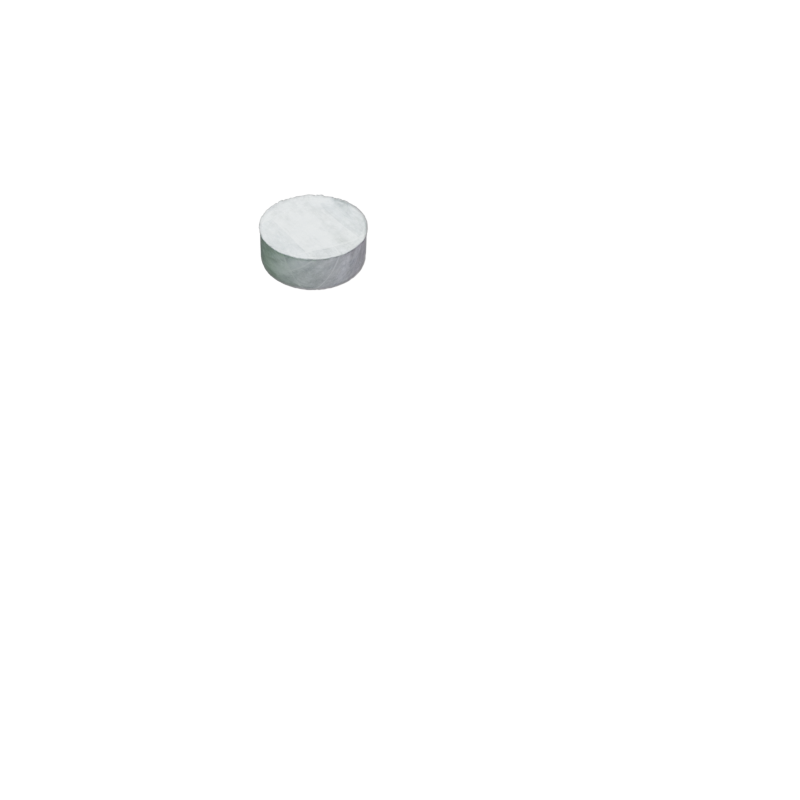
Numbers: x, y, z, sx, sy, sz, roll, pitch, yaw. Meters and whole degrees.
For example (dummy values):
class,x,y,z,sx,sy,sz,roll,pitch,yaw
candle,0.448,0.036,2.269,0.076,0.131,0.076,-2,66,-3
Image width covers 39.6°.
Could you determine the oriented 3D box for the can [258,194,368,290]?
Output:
class,x,y,z,sx,sy,sz,roll,pitch,yaw
can,-0.069,-0.126,0.880,0.086,0.031,0.092,-1,41,-2
